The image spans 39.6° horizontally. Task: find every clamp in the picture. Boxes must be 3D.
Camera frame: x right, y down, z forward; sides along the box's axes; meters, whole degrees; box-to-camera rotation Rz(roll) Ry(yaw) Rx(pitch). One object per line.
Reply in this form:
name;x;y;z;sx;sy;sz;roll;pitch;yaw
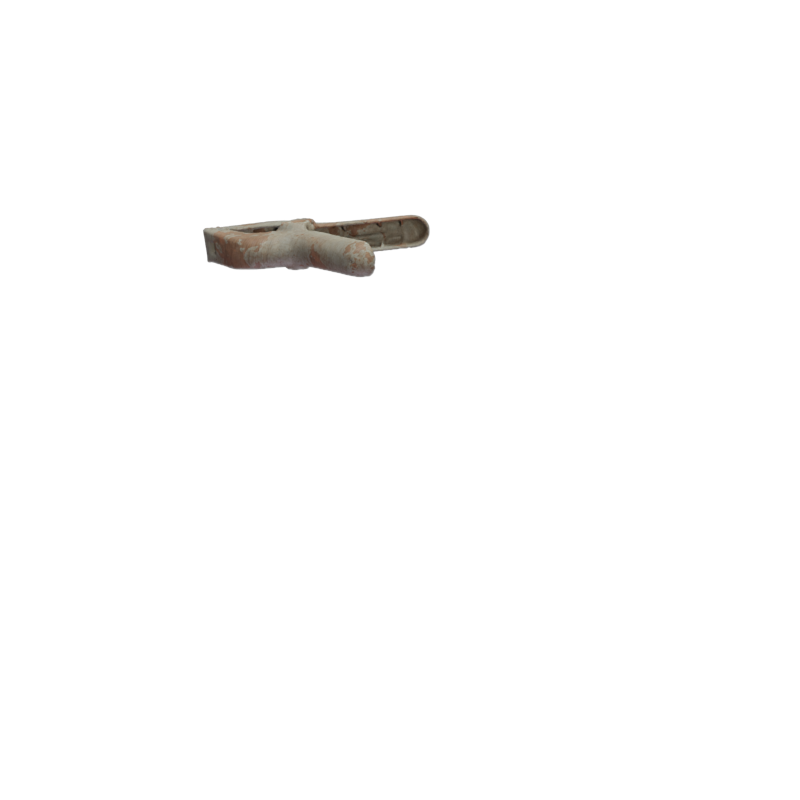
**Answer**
clamp;-0.065;-0.119;0.836;0.179;0.038;0.118;9;17;32
